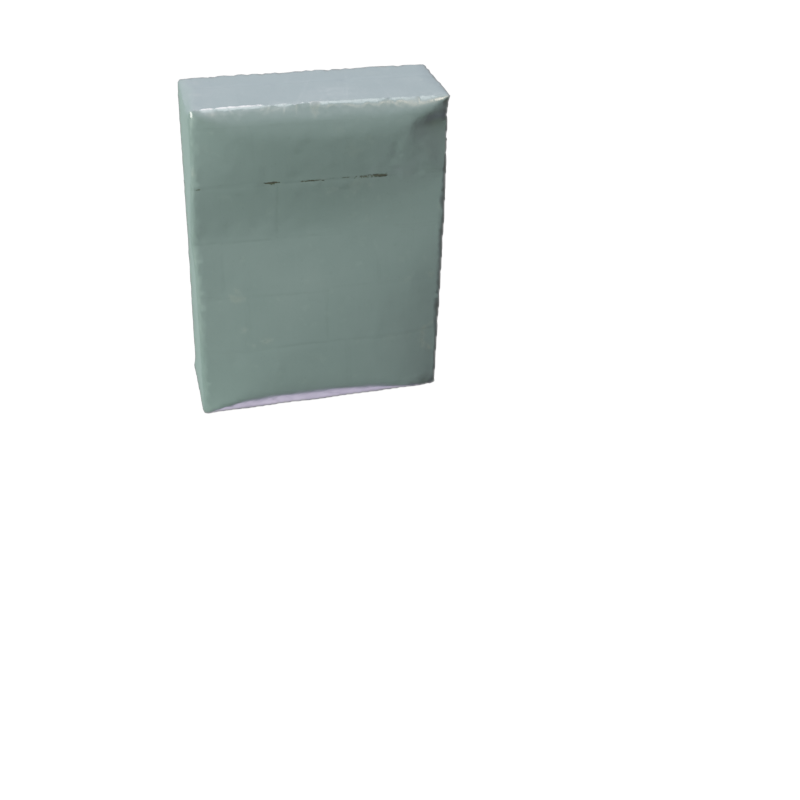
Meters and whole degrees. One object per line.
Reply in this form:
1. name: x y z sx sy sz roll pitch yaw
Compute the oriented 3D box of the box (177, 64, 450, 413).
1. box: -0.057 -0.104 0.727 0.162 0.202 0.077 -5 30 -12
